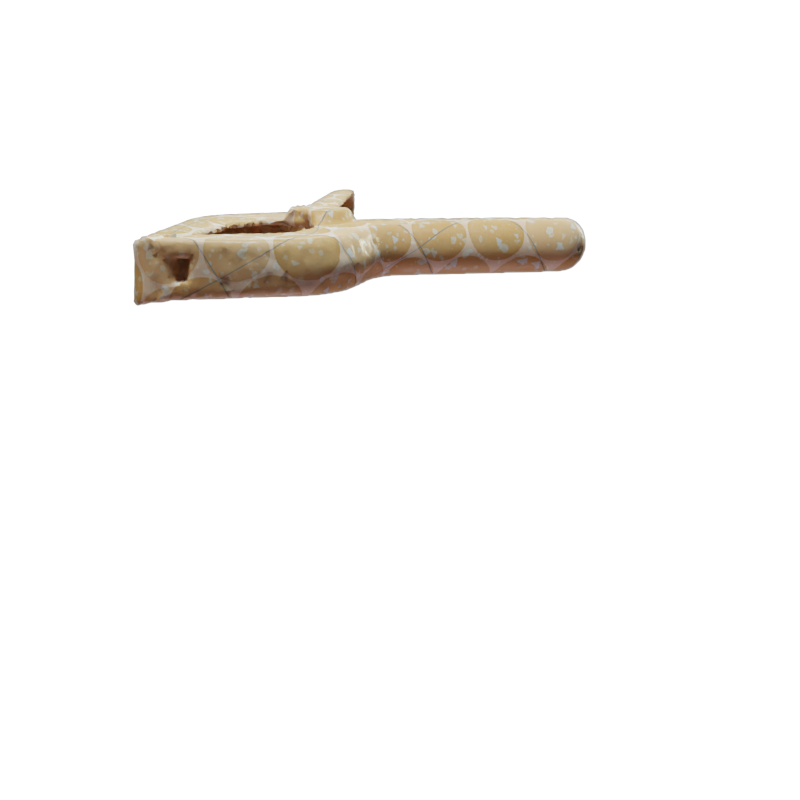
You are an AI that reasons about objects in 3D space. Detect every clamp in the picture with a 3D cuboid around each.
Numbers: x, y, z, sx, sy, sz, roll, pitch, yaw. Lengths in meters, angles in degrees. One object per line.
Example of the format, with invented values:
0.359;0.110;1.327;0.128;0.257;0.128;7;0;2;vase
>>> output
-0.041;-0.075;0.524;0.205;0.035;0.174;-13;21;-37;clamp
